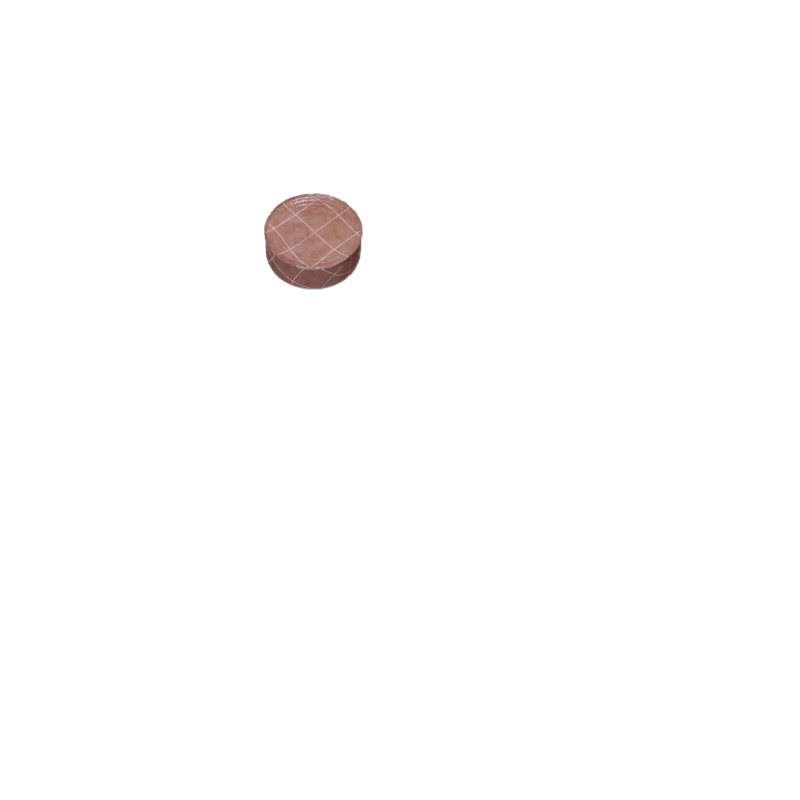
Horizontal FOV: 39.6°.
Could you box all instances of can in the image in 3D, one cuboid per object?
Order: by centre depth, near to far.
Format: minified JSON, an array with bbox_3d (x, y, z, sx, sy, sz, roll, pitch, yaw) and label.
[{"bbox_3d":[-0.076,-0.139,0.972,0.086,0.092,0.031,-1,-37,-1],"label":"can"}]
